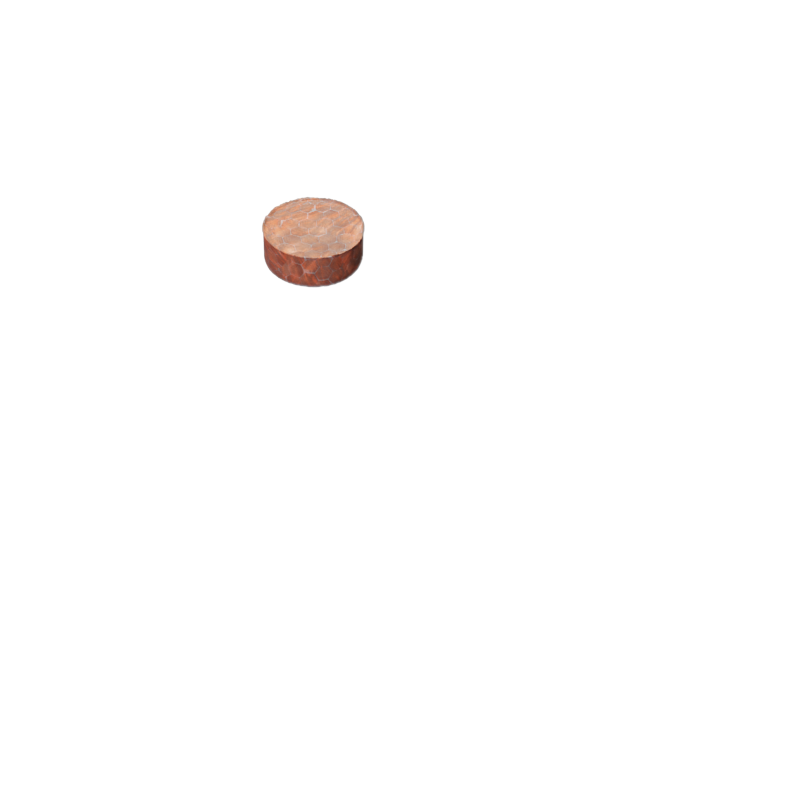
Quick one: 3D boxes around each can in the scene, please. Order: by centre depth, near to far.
[{"bbox_3d":[-0.073,-0.134,0.936,0.086,0.031,0.092,-1,42,-2],"label":"can"}]
